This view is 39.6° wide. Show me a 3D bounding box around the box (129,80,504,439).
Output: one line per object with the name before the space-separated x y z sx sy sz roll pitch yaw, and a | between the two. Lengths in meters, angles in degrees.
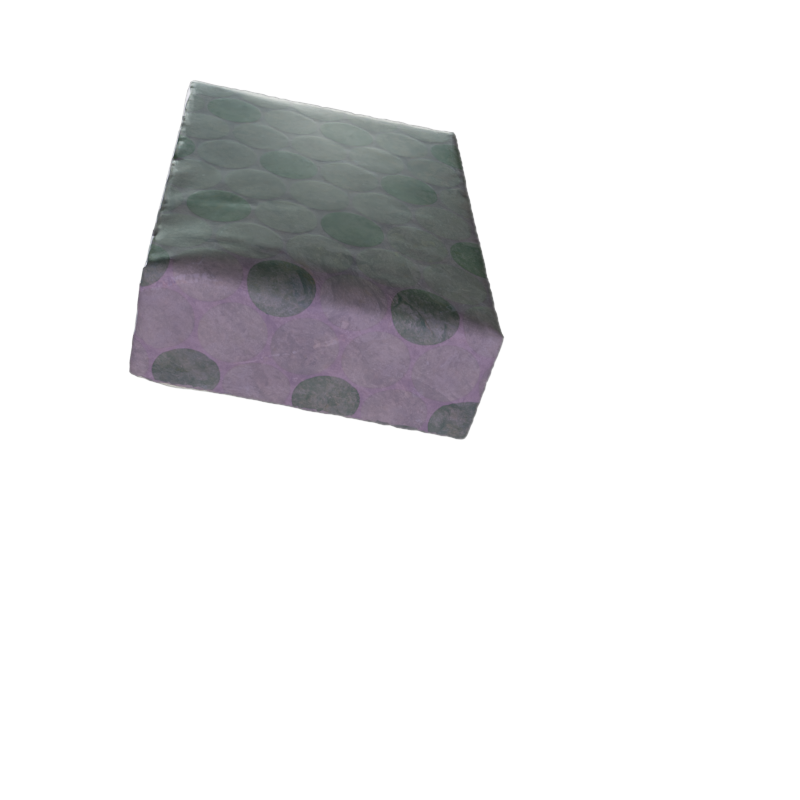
box | -0.046 -0.084 0.586 0.162 0.068 0.228 9 34 -9
